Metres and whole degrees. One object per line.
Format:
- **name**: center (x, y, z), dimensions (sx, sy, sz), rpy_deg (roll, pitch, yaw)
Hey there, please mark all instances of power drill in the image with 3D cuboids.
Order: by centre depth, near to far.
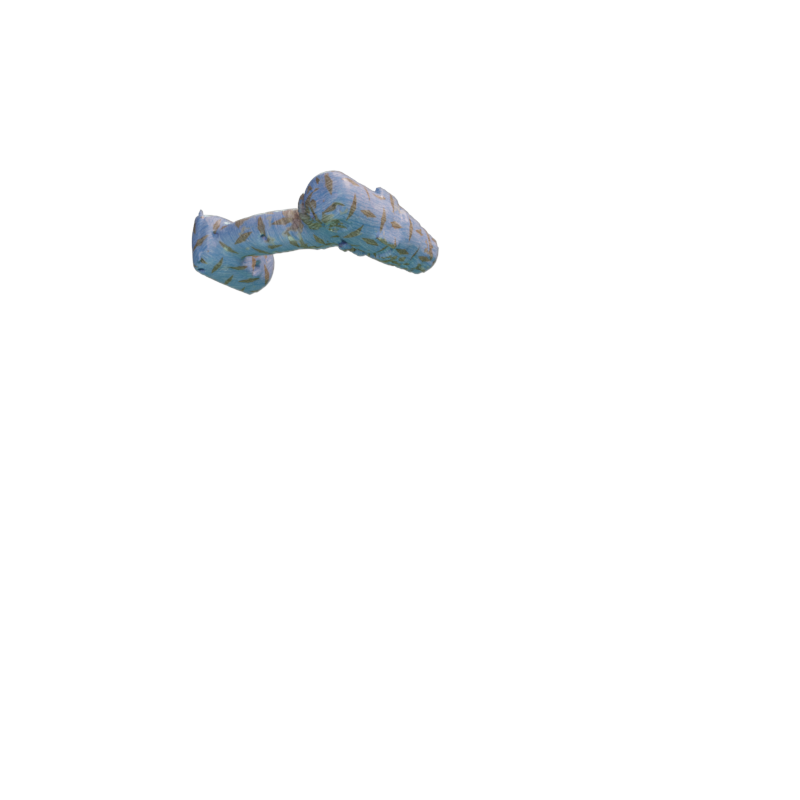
- **power drill**: center (-0.078, -0.143, 0.999), dimensions (0.191, 0.060, 0.172), rpy_deg (-10, -20, 30)
